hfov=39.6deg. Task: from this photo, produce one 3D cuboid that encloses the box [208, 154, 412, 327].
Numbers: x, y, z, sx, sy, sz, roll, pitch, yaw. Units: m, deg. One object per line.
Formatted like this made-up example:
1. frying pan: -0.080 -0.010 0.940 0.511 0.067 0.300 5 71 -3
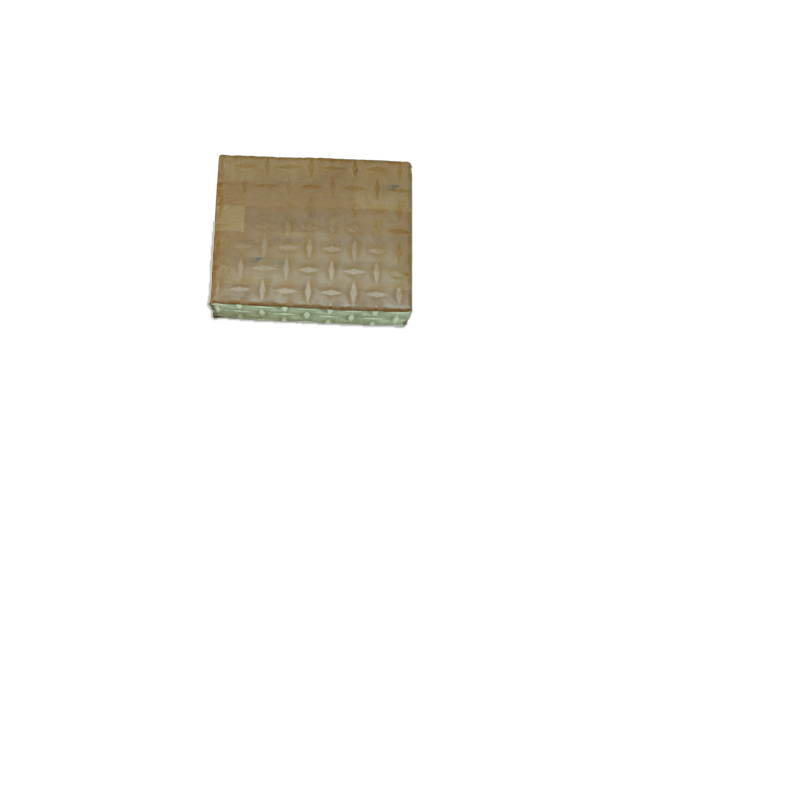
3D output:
1. box: -0.049 -0.090 0.627 0.113 0.094 0.037 1 -21 0
